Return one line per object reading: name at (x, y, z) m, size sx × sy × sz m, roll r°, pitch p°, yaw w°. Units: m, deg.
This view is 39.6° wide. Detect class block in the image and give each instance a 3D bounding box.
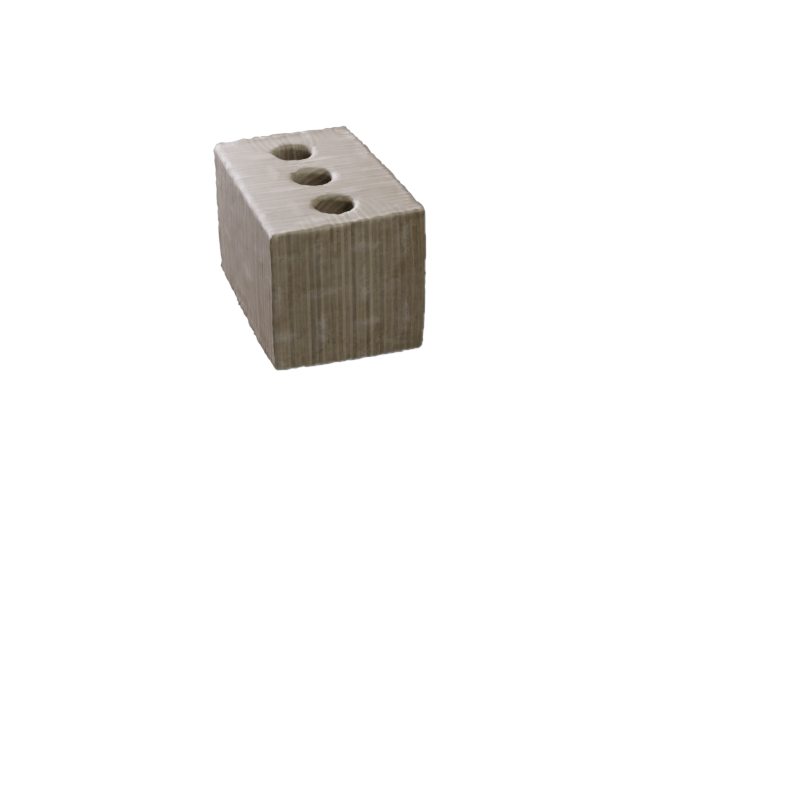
block at (-0.030, -0.055, 0.382) m, size 0.052 × 0.048 × 0.084 m, roll -11°, pitch 34°, yaw -18°
